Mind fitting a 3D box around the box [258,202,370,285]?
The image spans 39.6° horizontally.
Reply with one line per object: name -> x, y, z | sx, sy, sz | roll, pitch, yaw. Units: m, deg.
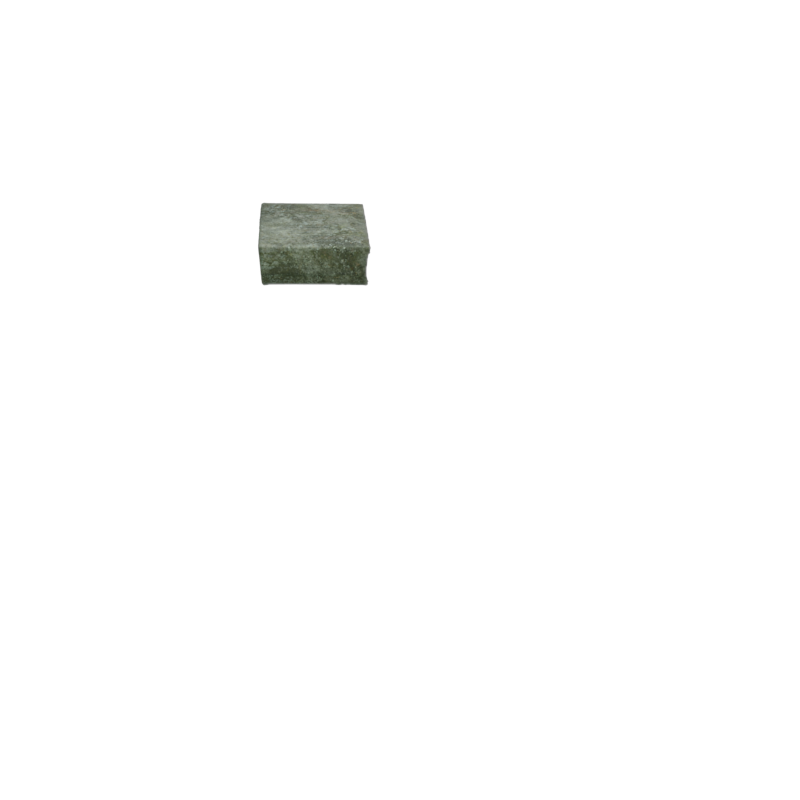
box -> -0.073, -0.133, 0.928 | 0.089, 0.037, 0.120 | -1, 28, -3
